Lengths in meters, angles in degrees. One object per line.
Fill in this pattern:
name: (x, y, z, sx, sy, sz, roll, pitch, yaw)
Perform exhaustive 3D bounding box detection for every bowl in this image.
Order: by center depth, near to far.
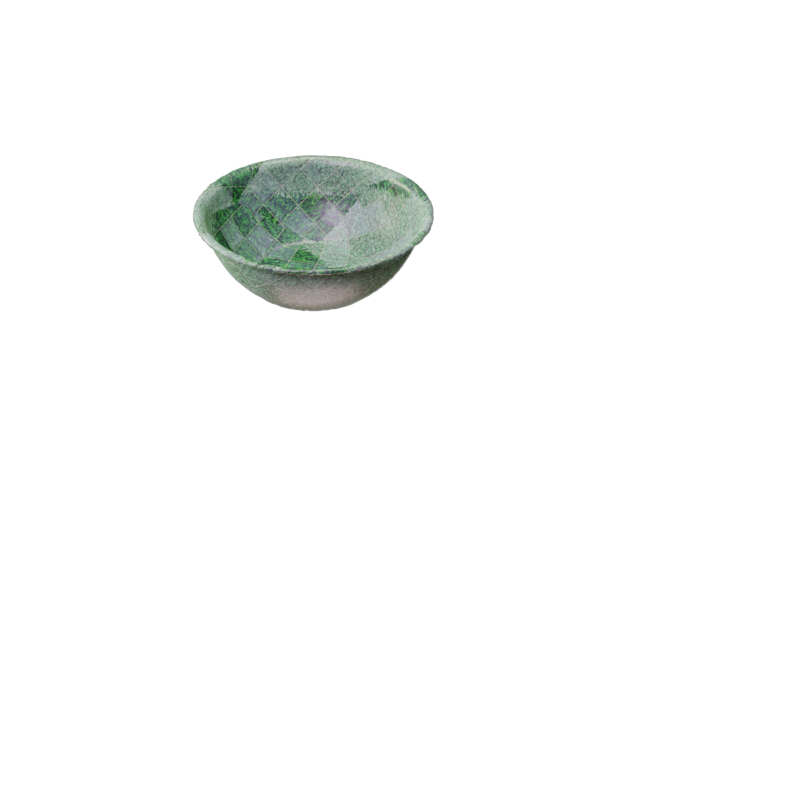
bowl: (-0.059, -0.108, 0.758, 0.162, 0.052, 0.173, -1, 36, -2)
